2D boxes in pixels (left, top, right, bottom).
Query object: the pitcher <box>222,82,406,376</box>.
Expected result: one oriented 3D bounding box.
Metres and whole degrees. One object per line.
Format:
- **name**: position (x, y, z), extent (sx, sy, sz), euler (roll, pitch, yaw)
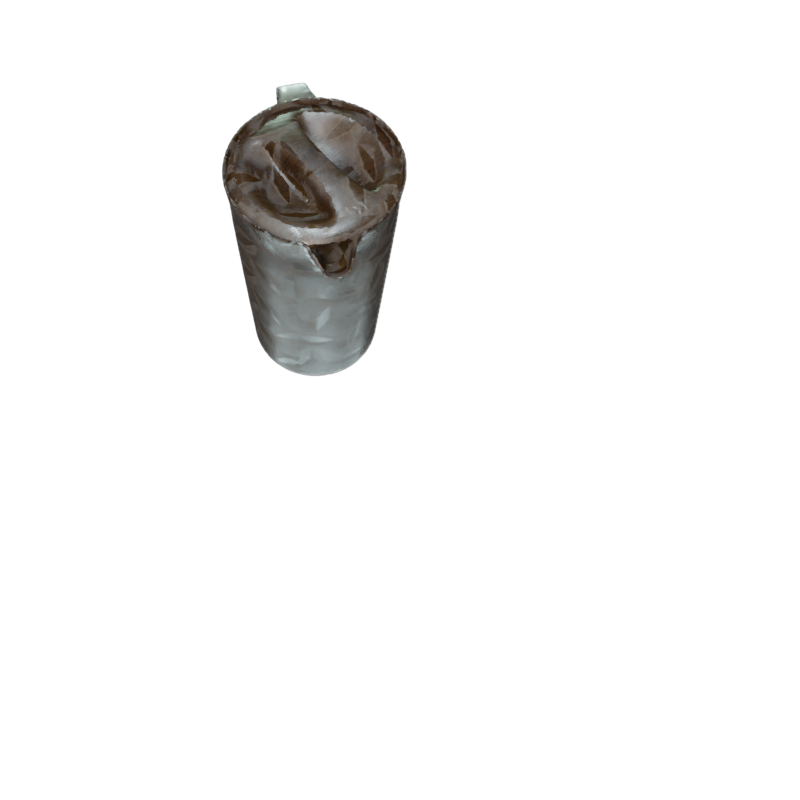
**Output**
- **pitcher**: position (-0.070, -0.128, 0.898), extent (0.150, 0.153, 0.228), euler (29, -26, 12)
